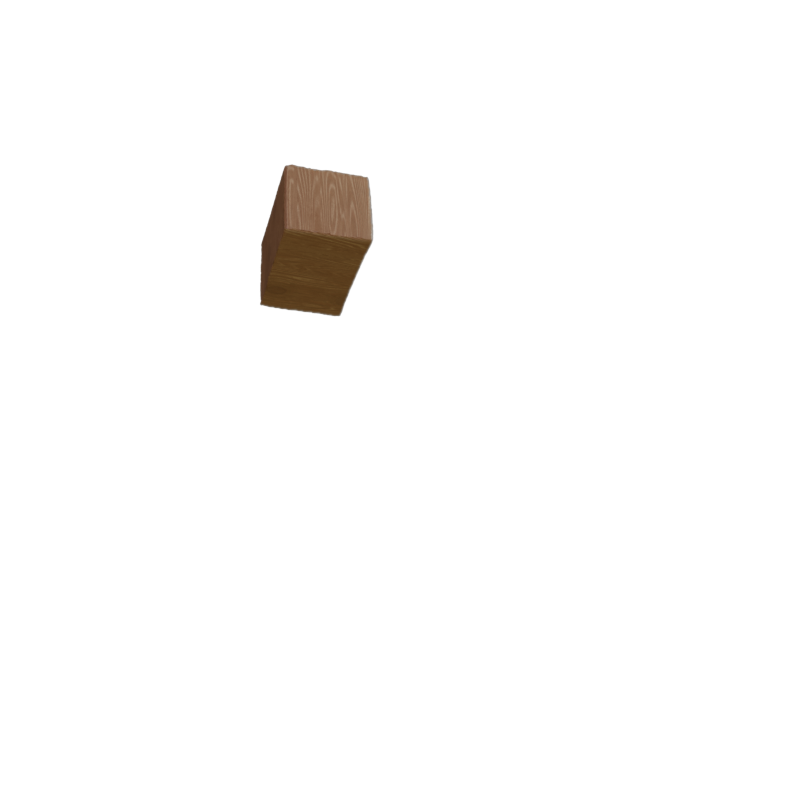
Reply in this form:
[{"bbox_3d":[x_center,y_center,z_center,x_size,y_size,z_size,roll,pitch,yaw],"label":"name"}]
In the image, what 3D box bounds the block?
[{"bbox_3d":[-0.052,-0.095,0.663,0.052,0.055,0.074,8,-36,-14],"label":"block"}]
